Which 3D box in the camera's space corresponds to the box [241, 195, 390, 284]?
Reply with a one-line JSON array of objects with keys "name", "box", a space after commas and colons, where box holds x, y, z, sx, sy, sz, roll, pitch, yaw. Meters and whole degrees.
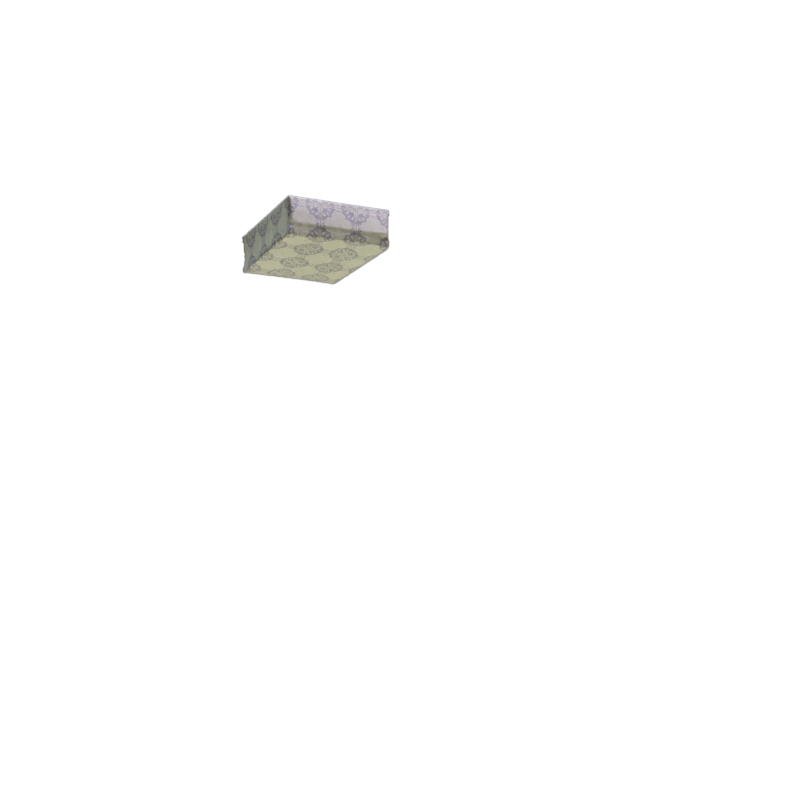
[{"name": "box", "box": [-0.072, -0.132, 0.924, 0.087, 0.041, 0.113, 7, -16, -25]}]
